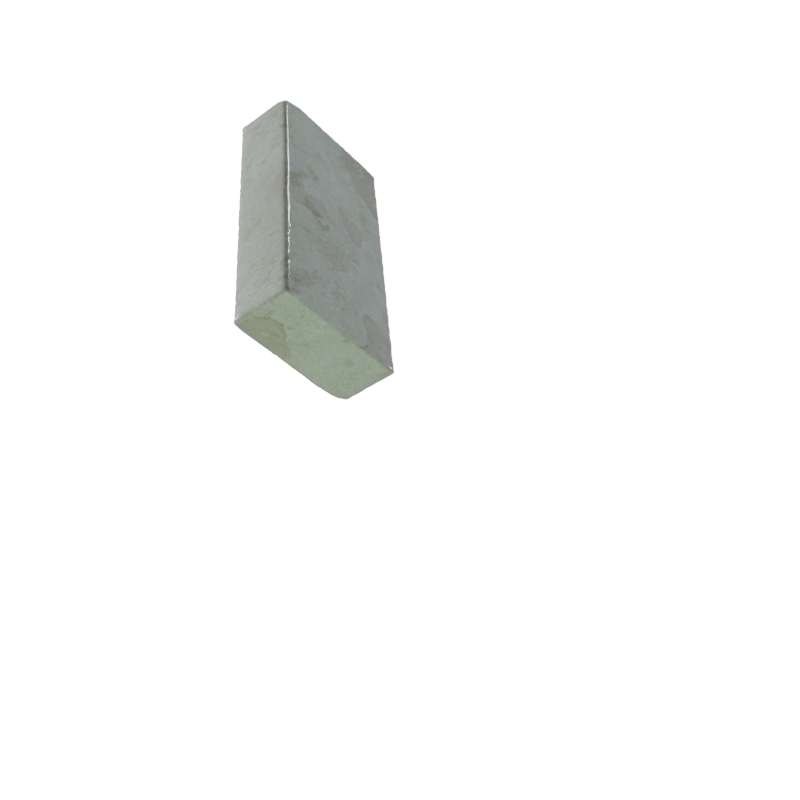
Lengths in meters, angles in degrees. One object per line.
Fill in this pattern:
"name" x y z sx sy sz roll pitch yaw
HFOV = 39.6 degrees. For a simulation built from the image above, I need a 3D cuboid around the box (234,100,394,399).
"box" -0.052 -0.095 0.666 0.048 0.189 0.087 -31 -49 27
